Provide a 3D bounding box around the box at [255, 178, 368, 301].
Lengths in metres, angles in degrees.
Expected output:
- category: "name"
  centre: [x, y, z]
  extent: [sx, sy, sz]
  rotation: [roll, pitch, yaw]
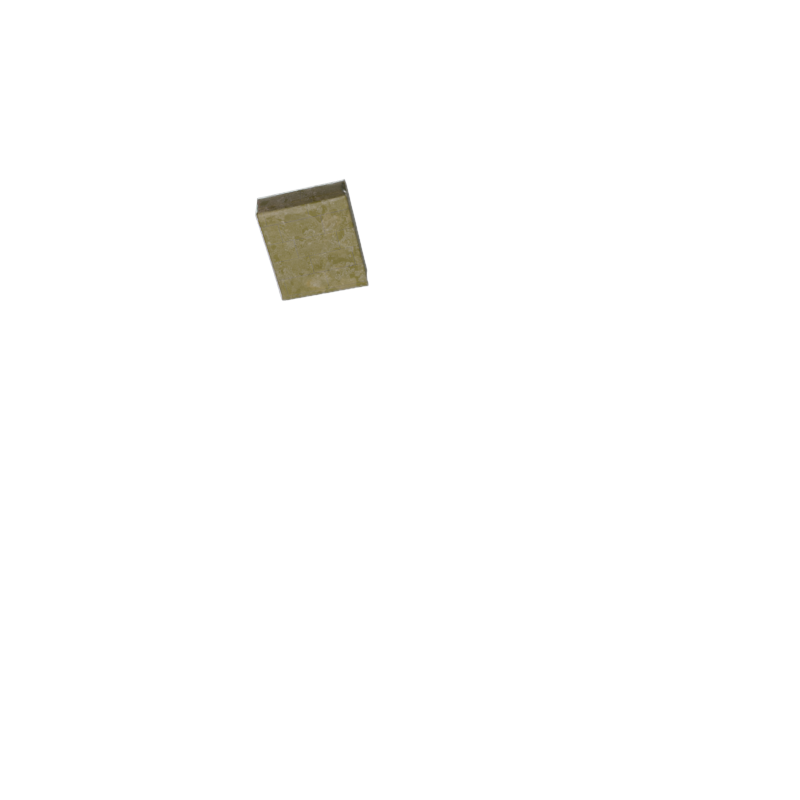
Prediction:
- category: "box"
  centre: [-0.069, -0.127, 0.888]
  extent: [0.073, 0.083, 0.032]
  rotation: [-11, 34, 7]
